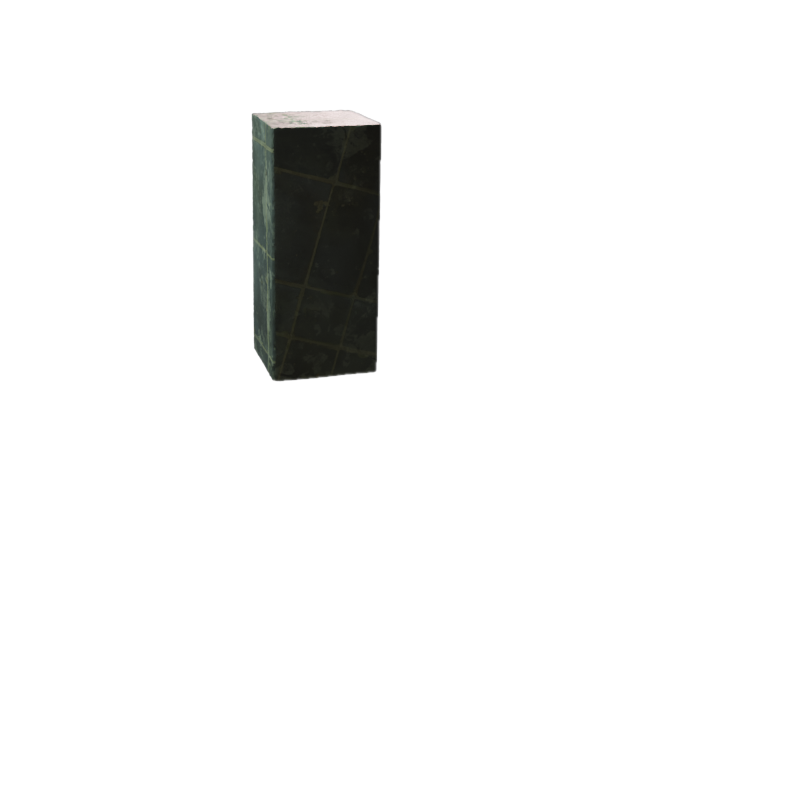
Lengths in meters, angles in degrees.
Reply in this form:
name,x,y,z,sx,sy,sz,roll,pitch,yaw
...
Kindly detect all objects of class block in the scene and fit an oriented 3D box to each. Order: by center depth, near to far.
name,x,y,z,sx,sy,sz,roll,pitch,yaw
block,-0.071,-0.131,0.917,0.088,0.199,0.095,-4,16,-16
